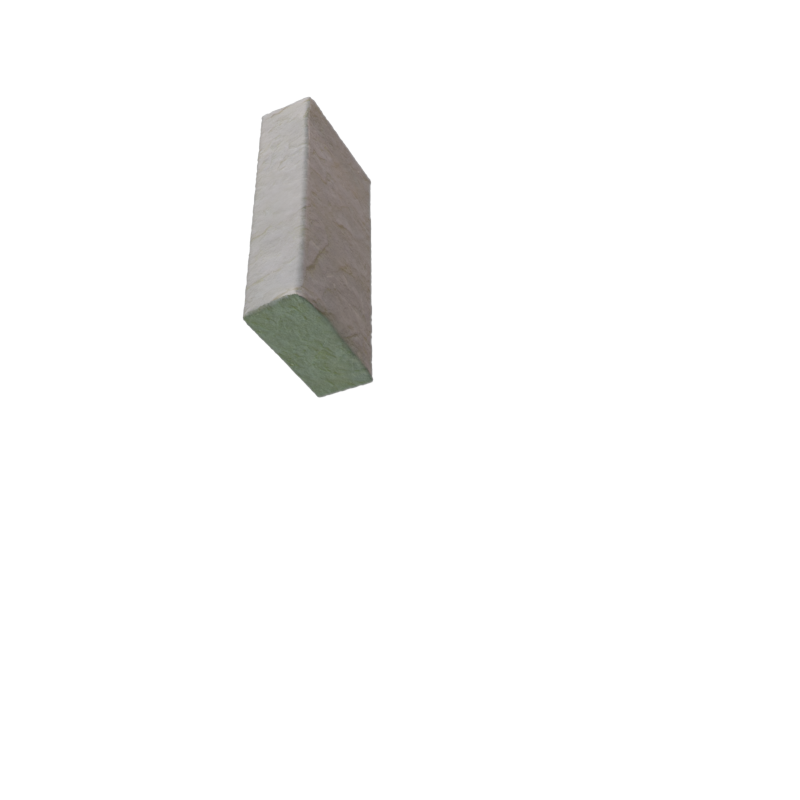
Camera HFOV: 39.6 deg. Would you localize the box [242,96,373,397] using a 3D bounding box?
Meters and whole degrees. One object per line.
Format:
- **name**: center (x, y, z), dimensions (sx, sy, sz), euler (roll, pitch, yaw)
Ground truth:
- **box**: center (-0.056, -0.101, 0.711), dimensions (0.048, 0.189, 0.086), euler (-21, -44, 19)
